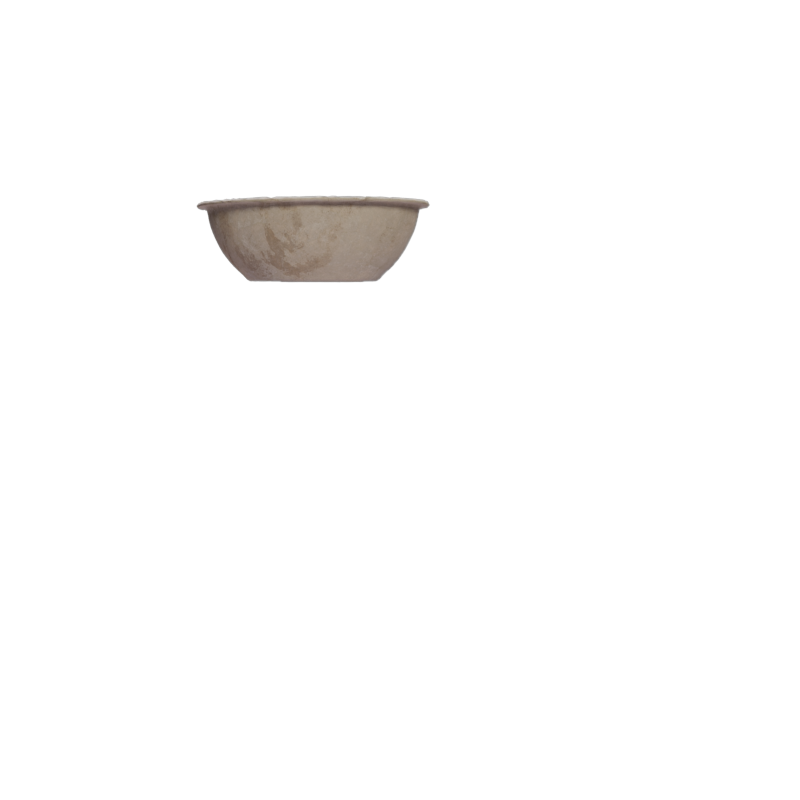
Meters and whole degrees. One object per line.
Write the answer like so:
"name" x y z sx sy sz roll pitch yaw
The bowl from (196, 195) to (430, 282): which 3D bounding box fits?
"bowl" -0.060 -0.110 0.769 0.162 0.055 0.163 0 6 -2
